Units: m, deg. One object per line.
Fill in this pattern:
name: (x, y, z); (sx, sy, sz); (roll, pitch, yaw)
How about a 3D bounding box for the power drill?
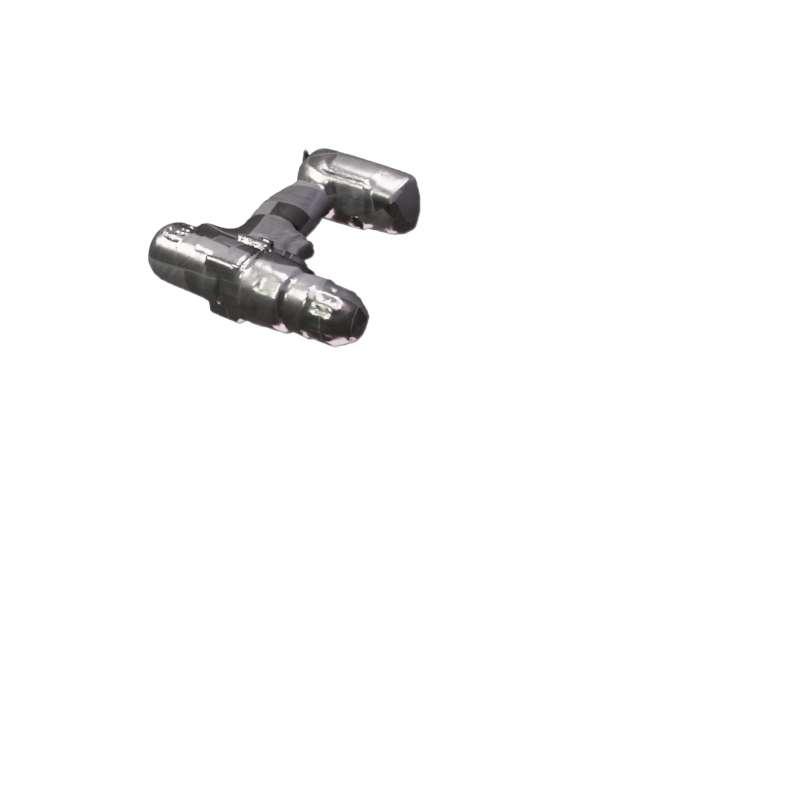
power drill: (-0.064, -0.117, 0.823); (0.195, 0.054, 0.190); (23, 42, 27)
